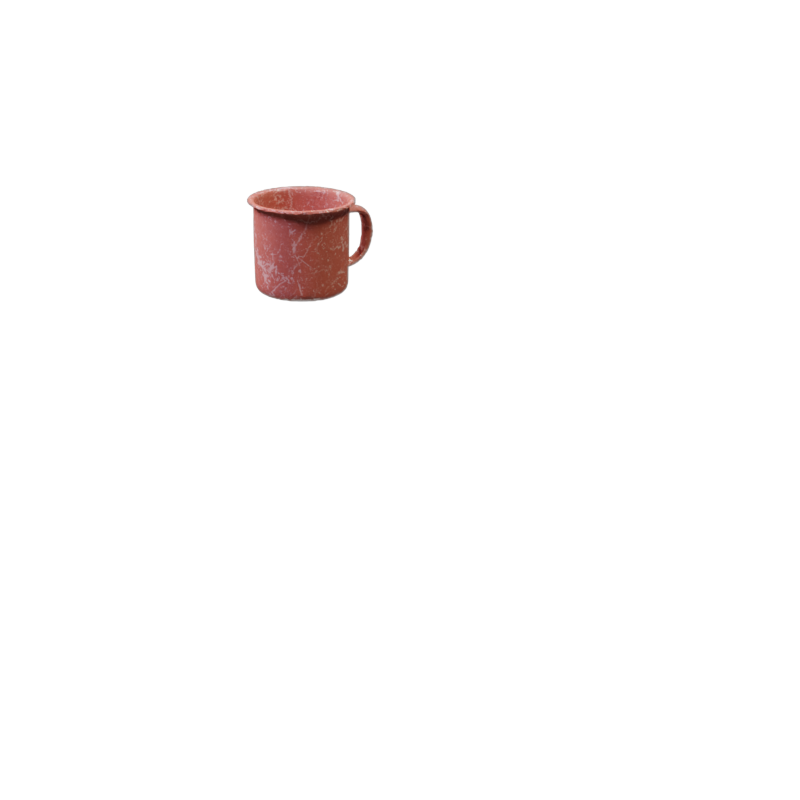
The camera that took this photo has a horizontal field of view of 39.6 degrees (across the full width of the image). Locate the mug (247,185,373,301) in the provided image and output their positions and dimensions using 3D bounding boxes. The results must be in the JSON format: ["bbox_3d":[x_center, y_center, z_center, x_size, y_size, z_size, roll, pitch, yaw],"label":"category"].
[{"bbox_3d":[-0.075,-0.137,0.962,0.115,0.078,0.099,-14,25,-32],"label":"mug"}]
